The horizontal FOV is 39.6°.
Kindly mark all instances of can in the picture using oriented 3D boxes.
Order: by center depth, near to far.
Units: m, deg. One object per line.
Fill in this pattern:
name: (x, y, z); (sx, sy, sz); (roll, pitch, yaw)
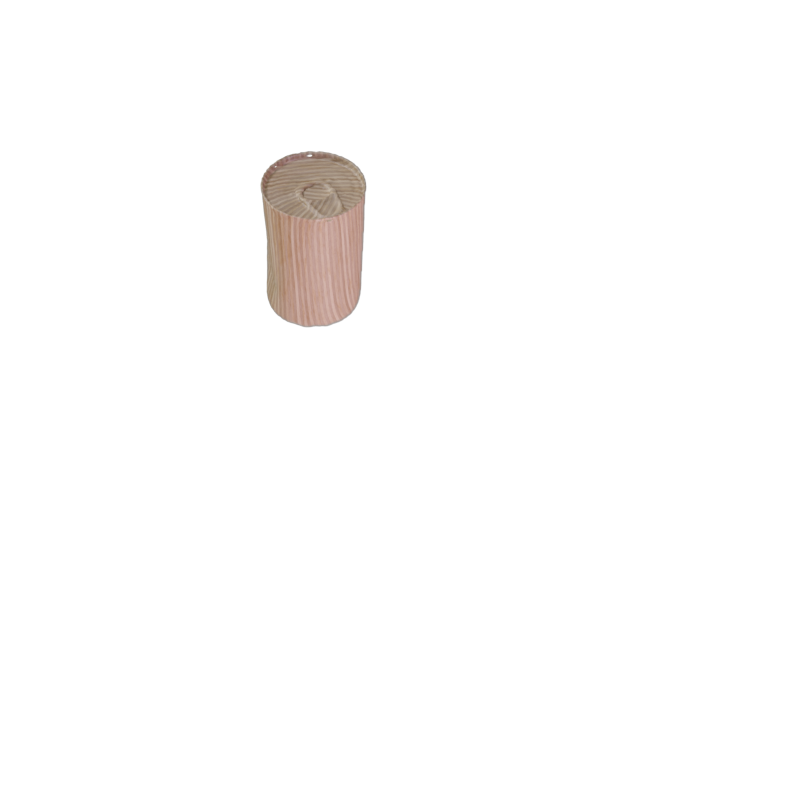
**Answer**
can: (-0.058, -0.106, 0.744); (0.068, 0.074, 0.095); (0, -43, -3)
